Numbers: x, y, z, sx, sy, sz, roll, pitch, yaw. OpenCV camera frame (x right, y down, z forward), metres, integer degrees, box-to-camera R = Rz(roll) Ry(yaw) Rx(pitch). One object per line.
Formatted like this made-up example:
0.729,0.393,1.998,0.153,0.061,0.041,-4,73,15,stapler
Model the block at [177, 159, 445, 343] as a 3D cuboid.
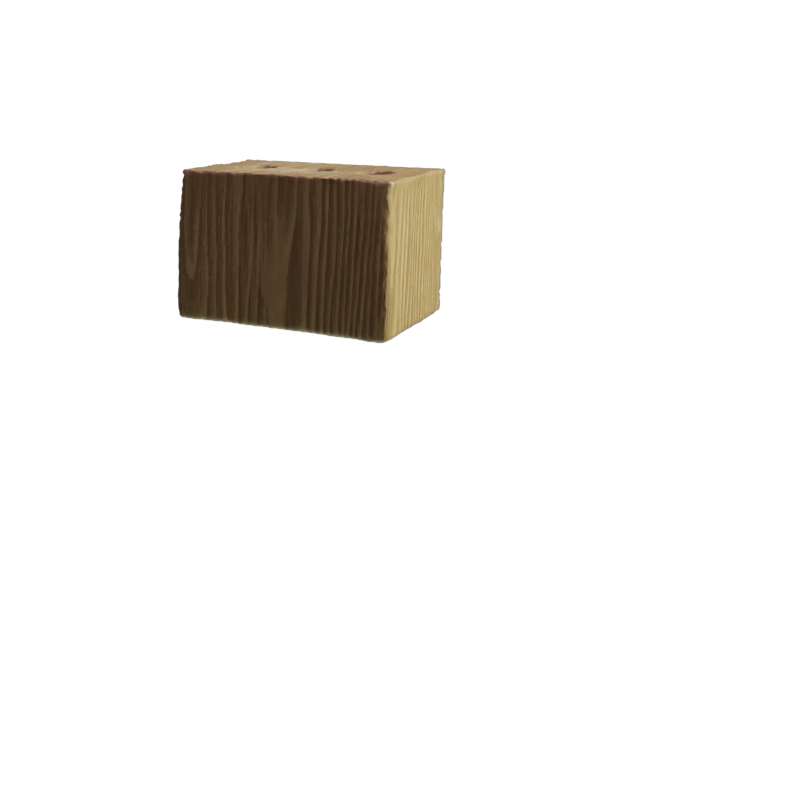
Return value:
-0.030,-0.054,0.378,0.081,0.050,0.052,7,15,24,block
